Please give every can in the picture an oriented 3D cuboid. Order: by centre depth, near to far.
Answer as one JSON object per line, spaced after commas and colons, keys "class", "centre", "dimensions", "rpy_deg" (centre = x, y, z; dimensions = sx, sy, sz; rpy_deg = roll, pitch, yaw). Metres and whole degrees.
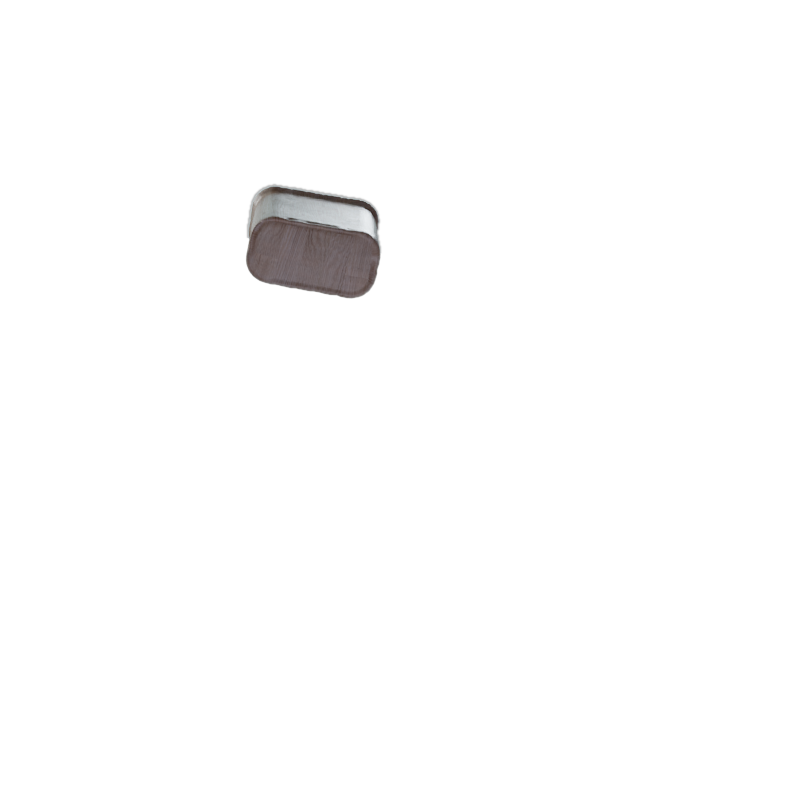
{"class": "can", "centre": [-0.066, -0.120, 0.840], "dimensions": [0.101, 0.055, 0.088], "rpy_deg": [9, 21, -5]}
